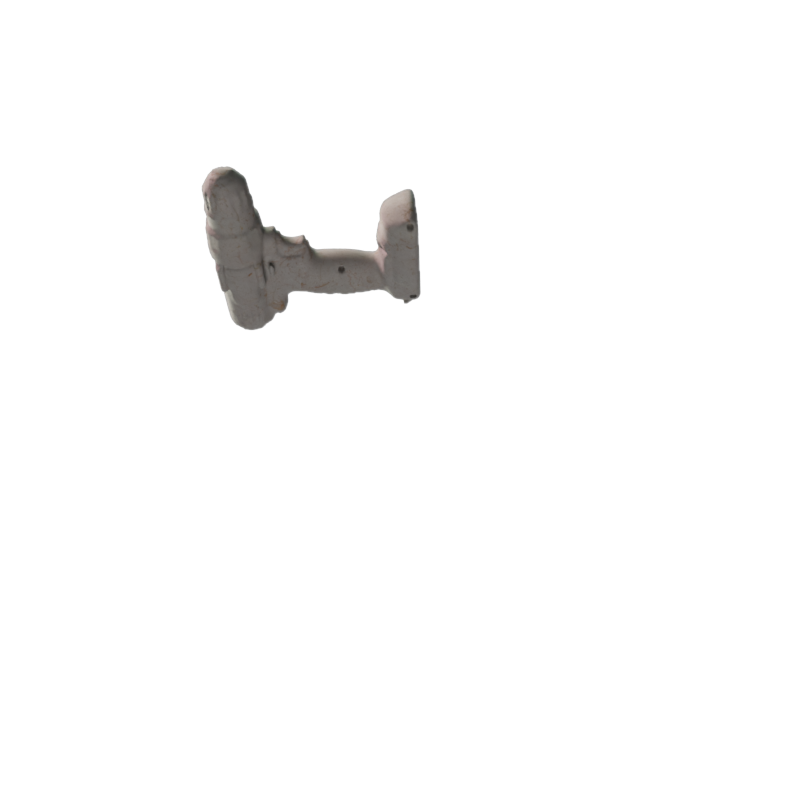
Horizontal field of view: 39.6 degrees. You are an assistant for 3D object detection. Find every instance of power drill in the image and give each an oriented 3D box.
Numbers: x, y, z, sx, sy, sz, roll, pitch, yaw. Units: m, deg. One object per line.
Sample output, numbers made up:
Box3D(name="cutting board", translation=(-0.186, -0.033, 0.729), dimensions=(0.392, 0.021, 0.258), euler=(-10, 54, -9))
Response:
Box3D(name="power drill", translation=(-0.078, -0.142, 0.993), dimensions=(0.188, 0.062, 0.171), euler=(-3, -40, 4))
